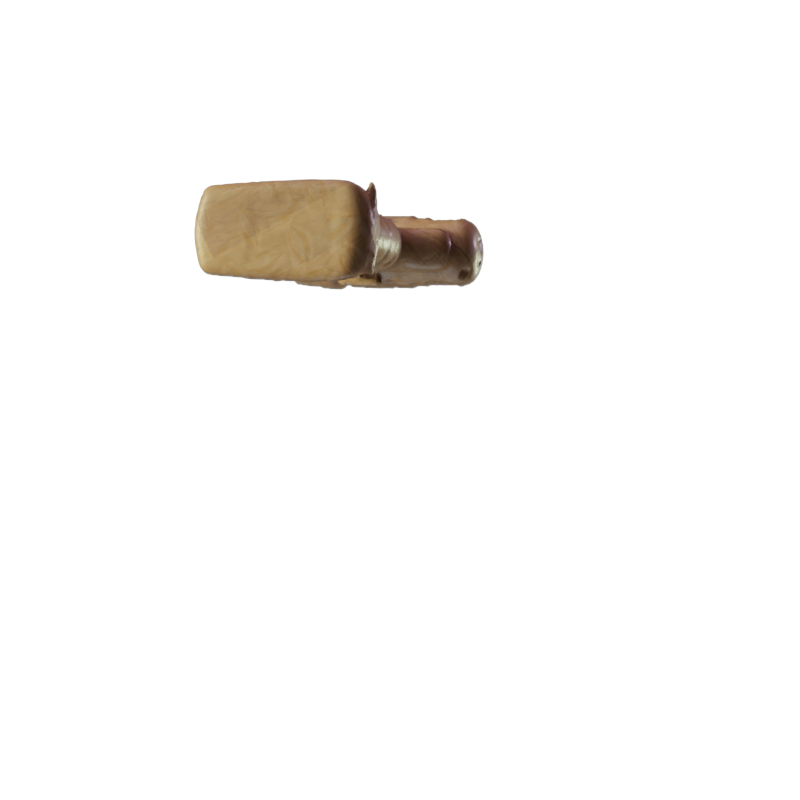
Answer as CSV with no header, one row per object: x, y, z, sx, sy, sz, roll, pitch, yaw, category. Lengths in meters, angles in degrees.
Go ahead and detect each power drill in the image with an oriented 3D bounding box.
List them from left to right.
-0.055,-0.101,0.704,0.189,0.057,0.183,1,4,20,power drill
